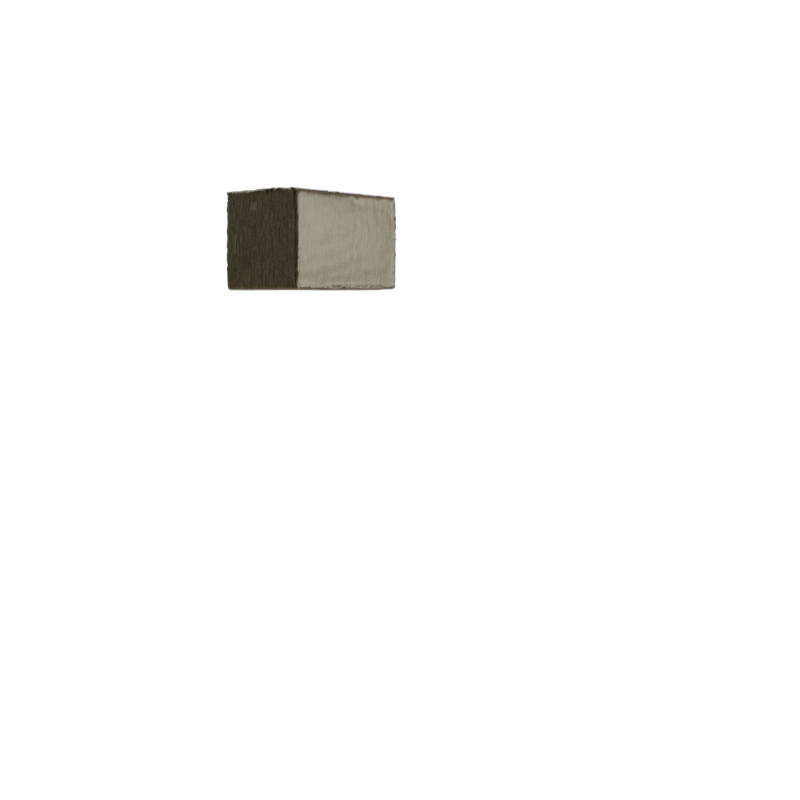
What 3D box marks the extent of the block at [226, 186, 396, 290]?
[{"bbox_3d":[-0.046,-0.083,0.581,0.055,0.051,0.075,1,3,41],"label":"block"}]
